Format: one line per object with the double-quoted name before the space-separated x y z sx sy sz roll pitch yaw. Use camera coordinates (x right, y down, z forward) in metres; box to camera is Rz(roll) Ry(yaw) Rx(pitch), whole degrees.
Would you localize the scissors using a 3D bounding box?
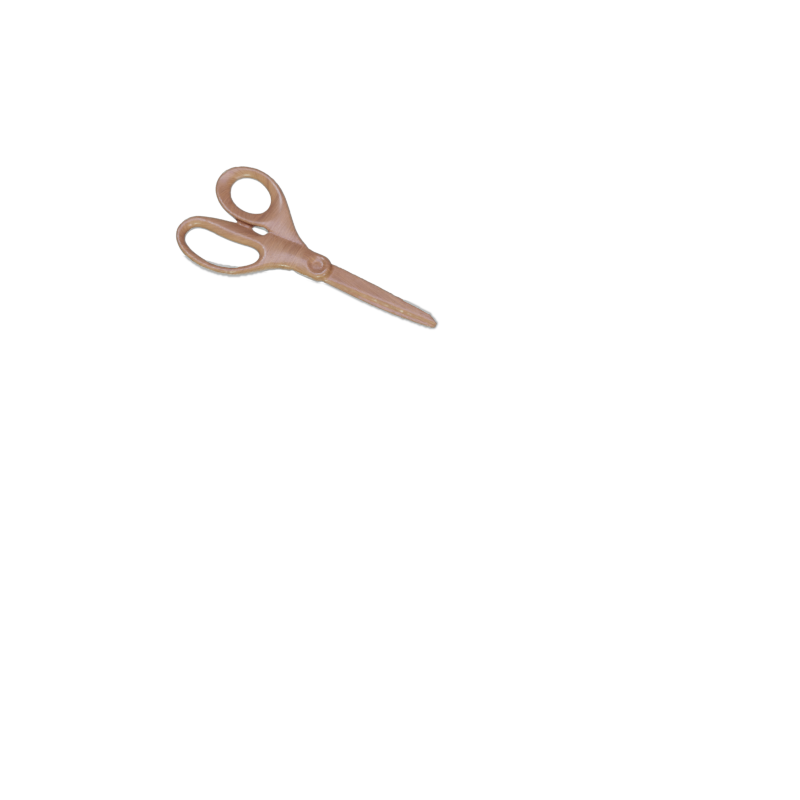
"scissors" -0.065 -0.118 0.825 0.203 0.100 0.015 11 -20 4
